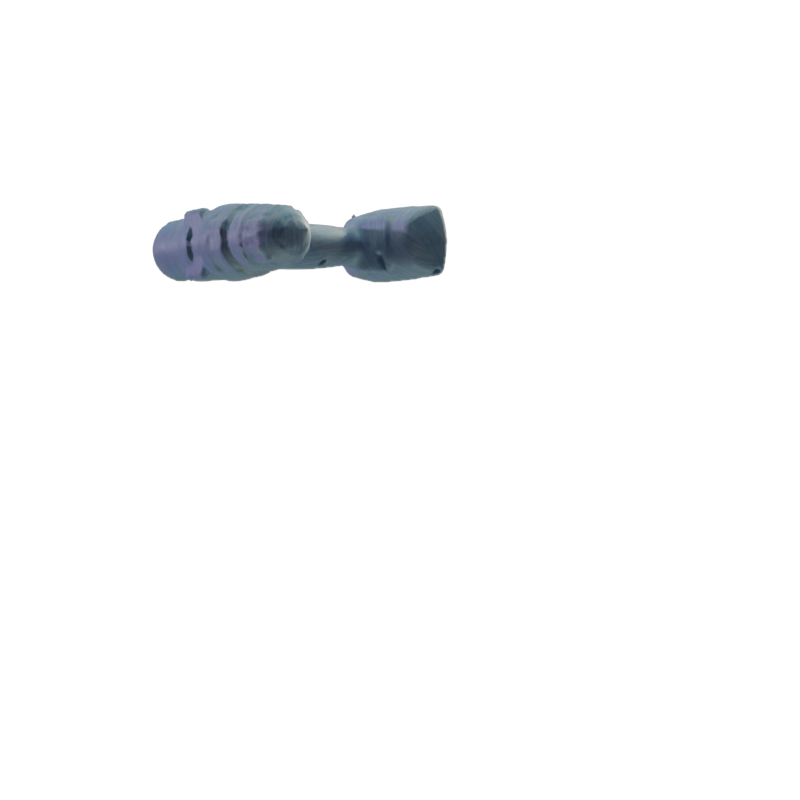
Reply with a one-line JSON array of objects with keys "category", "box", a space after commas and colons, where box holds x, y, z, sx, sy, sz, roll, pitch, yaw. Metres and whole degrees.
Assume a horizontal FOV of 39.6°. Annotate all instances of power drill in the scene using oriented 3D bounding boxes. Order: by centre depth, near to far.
[{"category": "power drill", "box": [-0.062, -0.113, 0.790, 0.181, 0.057, 0.191, -3, 6, -33]}]
